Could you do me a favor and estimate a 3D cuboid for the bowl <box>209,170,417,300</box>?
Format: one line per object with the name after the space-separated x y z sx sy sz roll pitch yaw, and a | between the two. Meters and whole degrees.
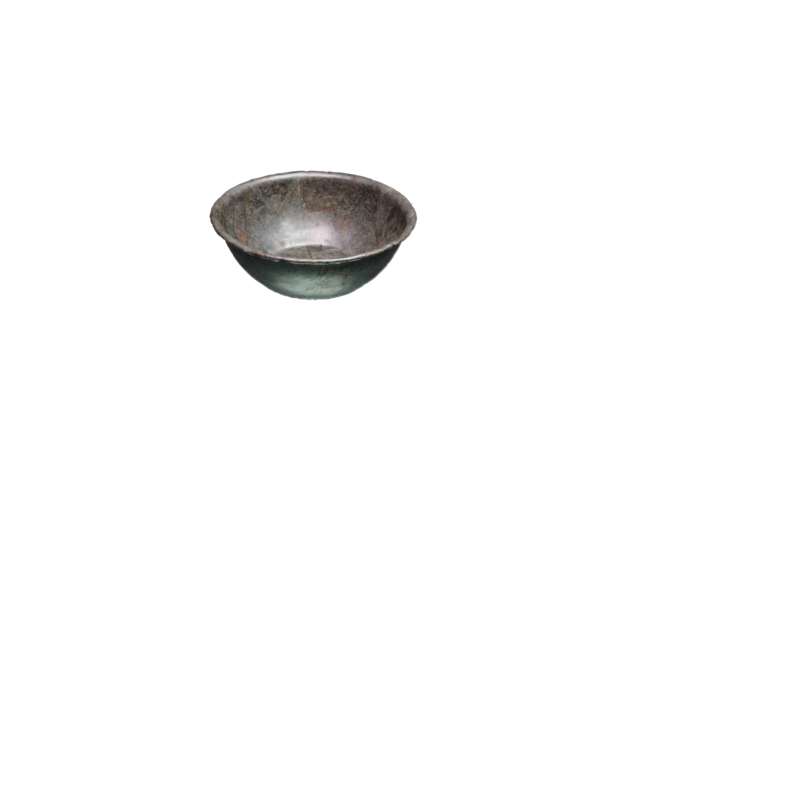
-0.069 -0.125 0.879 0.162 0.052 0.173 -1 33 -2 | bowl
